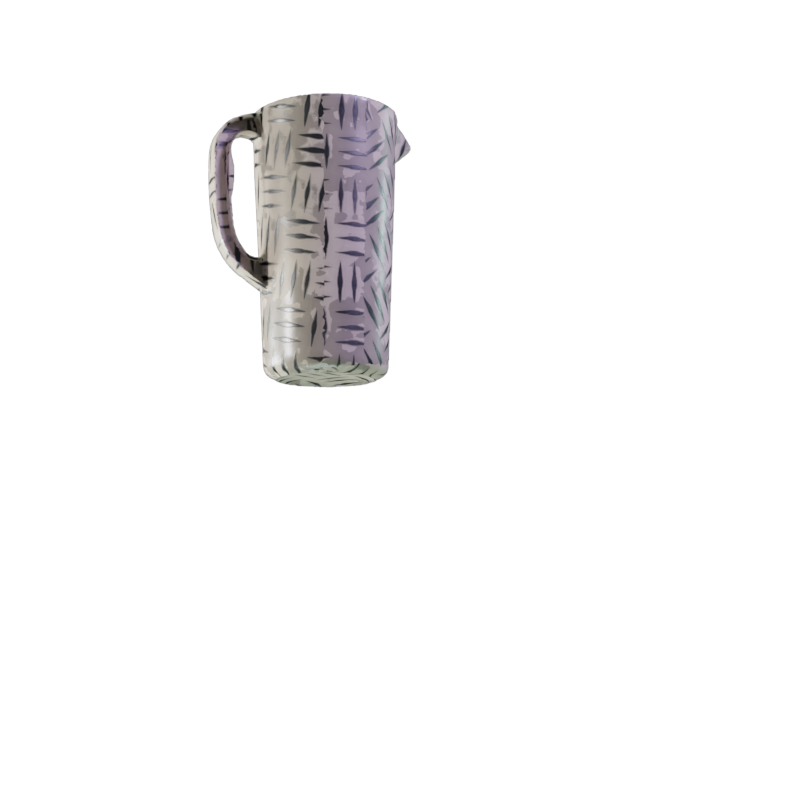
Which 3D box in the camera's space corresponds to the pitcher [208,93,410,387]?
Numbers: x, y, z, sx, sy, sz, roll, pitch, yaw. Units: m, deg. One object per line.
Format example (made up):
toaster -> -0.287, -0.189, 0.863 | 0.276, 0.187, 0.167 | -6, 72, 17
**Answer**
pitcher -> -0.076, -0.139, 0.974 | 0.152, 0.252, 0.137 | -6, -14, 20
